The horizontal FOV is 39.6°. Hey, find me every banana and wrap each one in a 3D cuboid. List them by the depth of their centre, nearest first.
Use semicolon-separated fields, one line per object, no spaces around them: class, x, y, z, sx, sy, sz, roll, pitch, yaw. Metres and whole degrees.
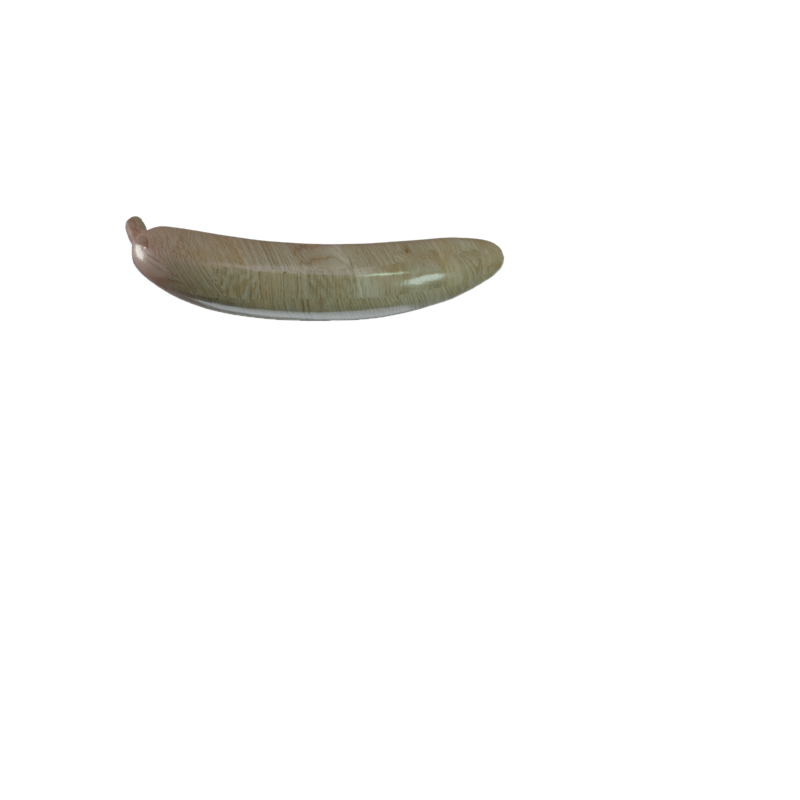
banana;-0.050;-0.067;0.543;0.200;0.034;0.074;7;43;7
